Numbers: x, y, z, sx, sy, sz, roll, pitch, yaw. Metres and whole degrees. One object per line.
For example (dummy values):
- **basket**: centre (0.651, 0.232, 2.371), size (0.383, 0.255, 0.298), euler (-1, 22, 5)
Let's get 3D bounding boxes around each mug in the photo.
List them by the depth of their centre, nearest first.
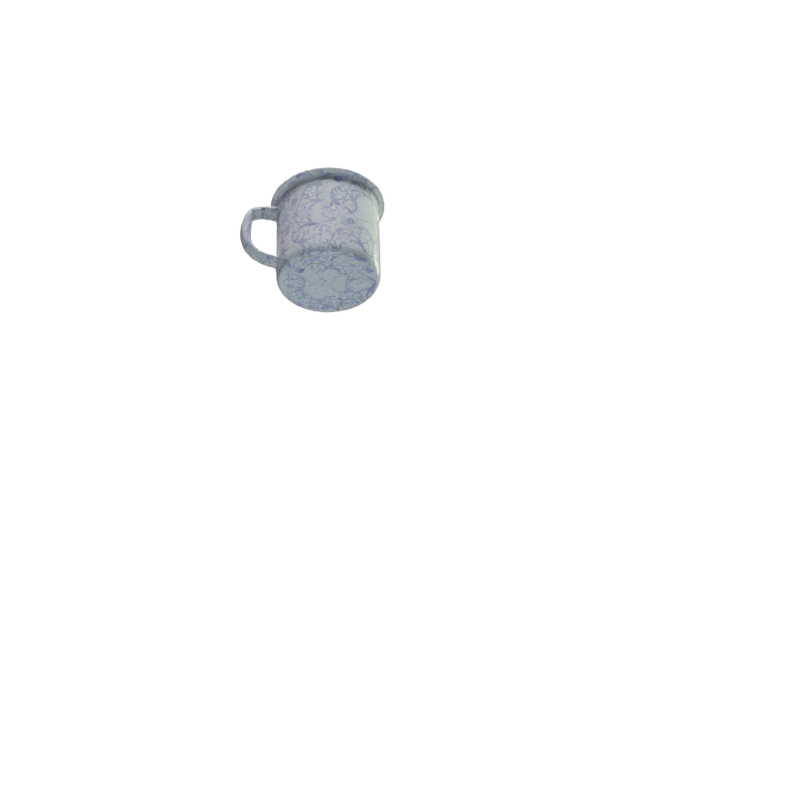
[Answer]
- **mug**: centre (-0.069, -0.126, 0.879), size (0.115, 0.087, 0.089), euler (8, -37, -12)
